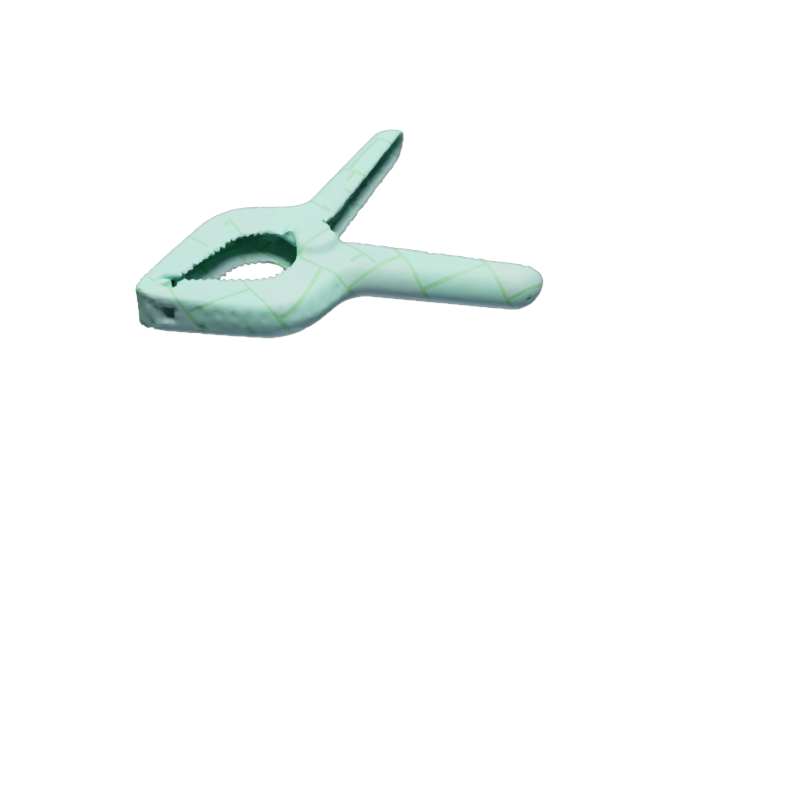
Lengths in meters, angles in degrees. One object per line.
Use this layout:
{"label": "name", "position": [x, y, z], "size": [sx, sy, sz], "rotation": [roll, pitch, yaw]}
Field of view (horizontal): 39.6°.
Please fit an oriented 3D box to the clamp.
{"label": "clamp", "position": [-0.049, -0.089, 0.625], "size": [0.207, 0.034, 0.178], "rotation": [-14, 45, -15]}
